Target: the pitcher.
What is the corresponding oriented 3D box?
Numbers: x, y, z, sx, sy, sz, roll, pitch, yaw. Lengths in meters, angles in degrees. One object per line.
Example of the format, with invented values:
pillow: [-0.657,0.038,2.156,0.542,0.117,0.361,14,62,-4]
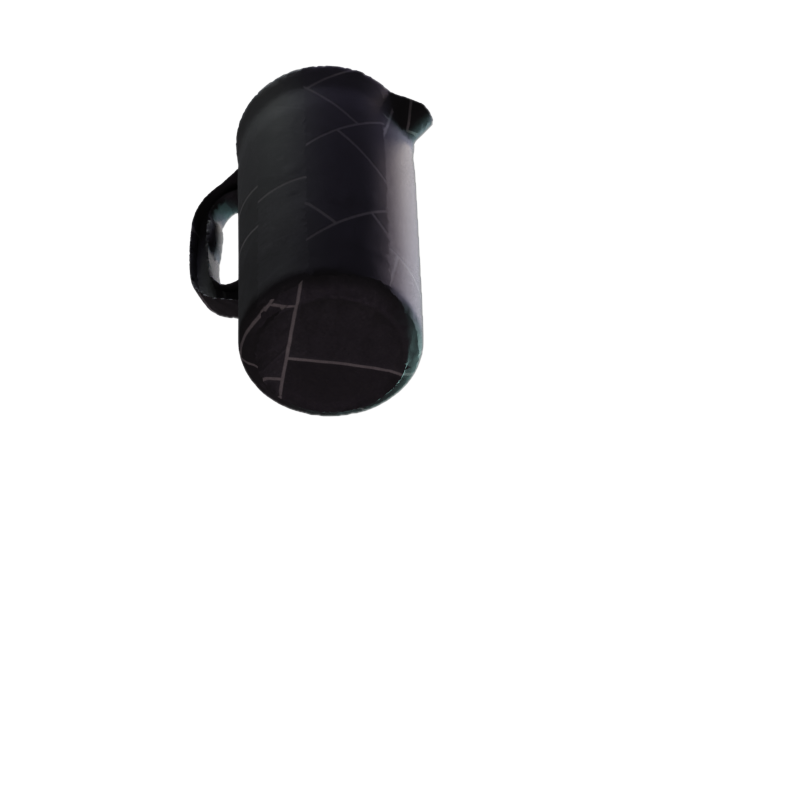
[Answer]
pitcher: [-0.057,-0.105,0.734,0.141,0.143,0.260,15,38,-15]
